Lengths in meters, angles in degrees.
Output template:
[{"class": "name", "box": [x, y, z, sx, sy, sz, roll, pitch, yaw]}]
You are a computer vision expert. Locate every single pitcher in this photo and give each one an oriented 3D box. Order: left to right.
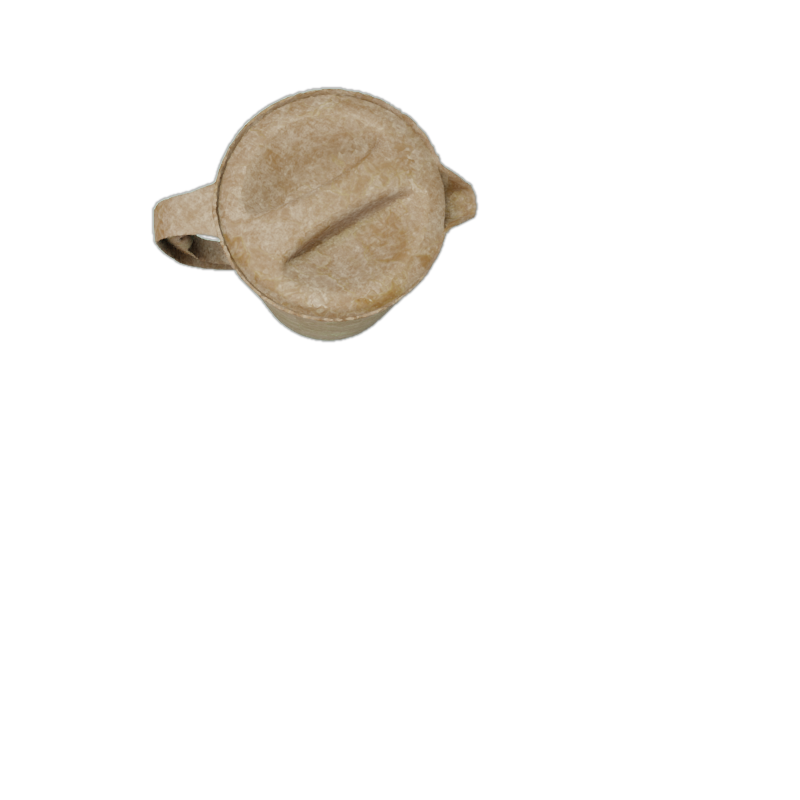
[{"class": "pitcher", "box": [-0.057, -0.104, 0.728, 0.151, 0.146, 0.239, 40, -6, 1]}]
